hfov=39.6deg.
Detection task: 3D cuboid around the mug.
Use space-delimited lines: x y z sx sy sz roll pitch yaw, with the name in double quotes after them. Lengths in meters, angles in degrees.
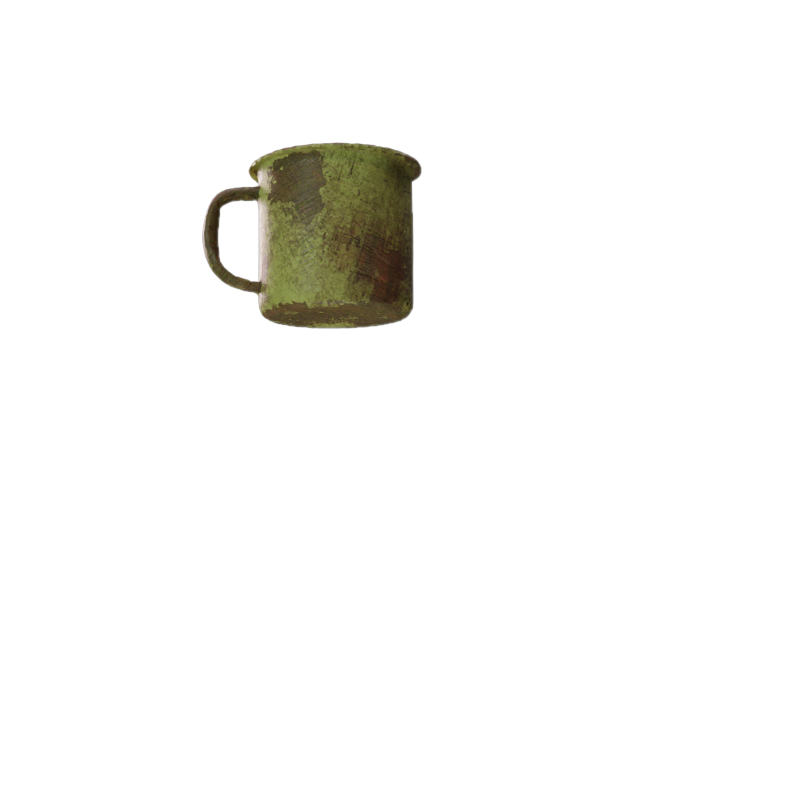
-0.046 -0.084 0.586 0.115 0.084 0.092 1 -9 -12 "mug"
